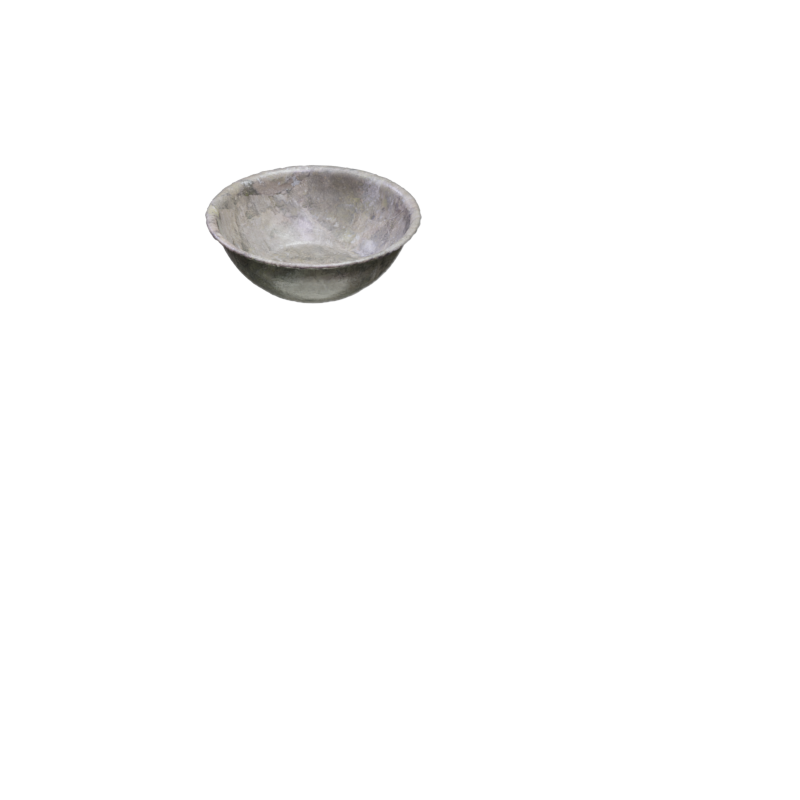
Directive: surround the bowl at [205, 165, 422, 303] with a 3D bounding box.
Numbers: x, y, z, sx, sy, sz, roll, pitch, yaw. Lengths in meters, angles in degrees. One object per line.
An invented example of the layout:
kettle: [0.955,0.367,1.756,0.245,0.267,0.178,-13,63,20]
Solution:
bowl: [-0.066,-0.121,0.845,0.162,0.052,0.173,-1,35,-2]
